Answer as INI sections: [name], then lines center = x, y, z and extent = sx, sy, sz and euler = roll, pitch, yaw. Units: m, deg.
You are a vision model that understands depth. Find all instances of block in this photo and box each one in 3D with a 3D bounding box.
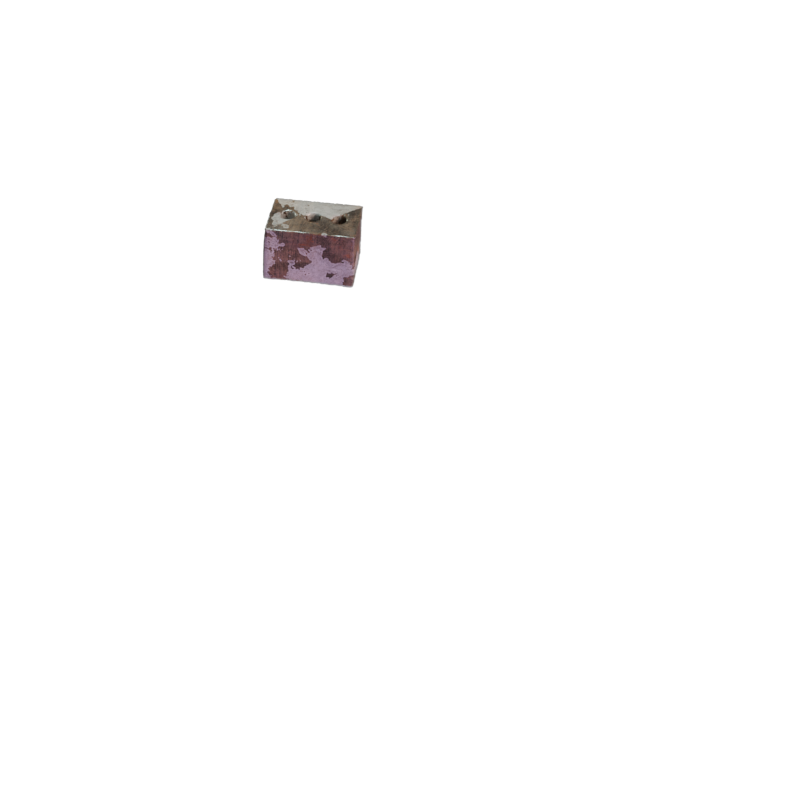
[block]
center = -0.073, -0.133, 0.934
extent = 0.079, 0.048, 0.056
euler = 6, 39, 6
